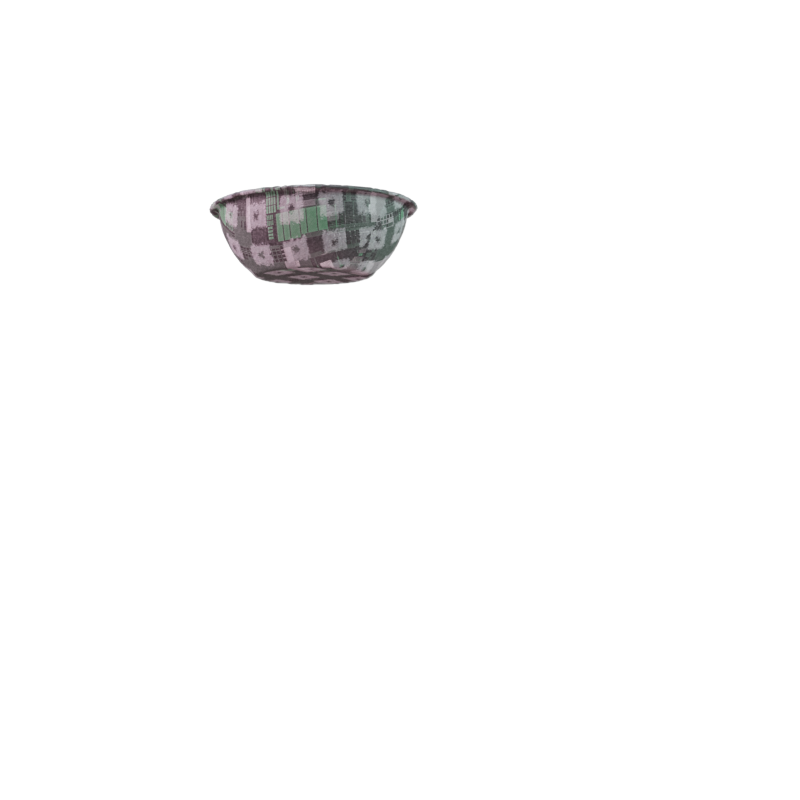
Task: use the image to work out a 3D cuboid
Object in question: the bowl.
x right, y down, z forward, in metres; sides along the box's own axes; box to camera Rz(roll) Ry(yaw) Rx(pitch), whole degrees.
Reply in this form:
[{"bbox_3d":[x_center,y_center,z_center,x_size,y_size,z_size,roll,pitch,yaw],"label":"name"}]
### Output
[{"bbox_3d":[-0.067,-0.123,0.860,0.162,0.056,0.160,0,-4,-2],"label":"bowl"}]
